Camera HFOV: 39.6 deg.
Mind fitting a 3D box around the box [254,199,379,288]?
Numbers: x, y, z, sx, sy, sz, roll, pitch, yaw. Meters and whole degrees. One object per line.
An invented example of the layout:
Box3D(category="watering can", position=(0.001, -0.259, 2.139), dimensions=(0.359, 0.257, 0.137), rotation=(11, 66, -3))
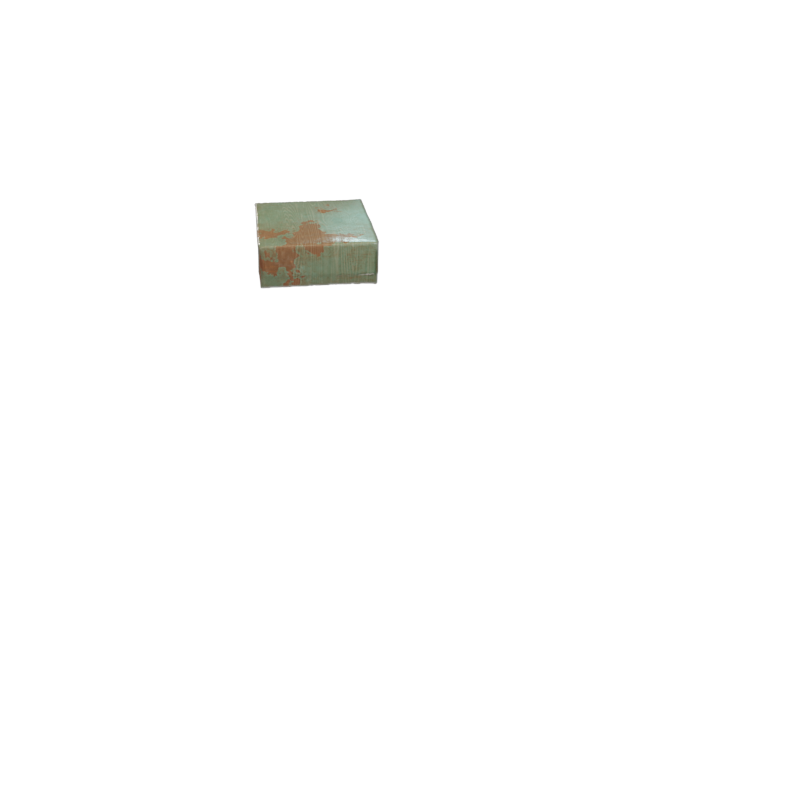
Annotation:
Box3D(category="box", position=(-0.068, -0.124, 0.871), dimensions=(0.089, 0.037, 0.120), rotation=(-3, 24, -7))
